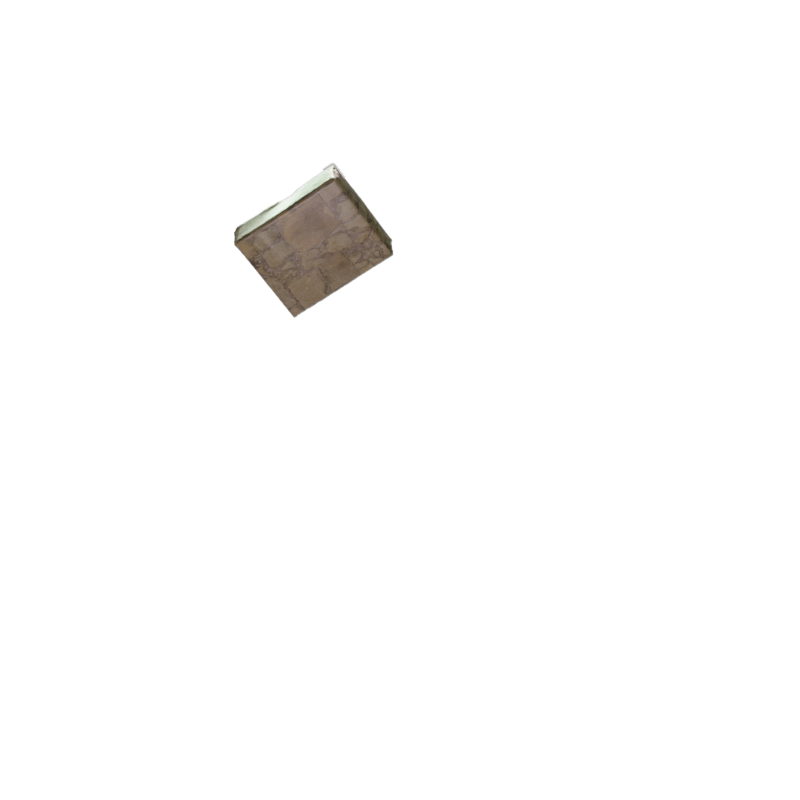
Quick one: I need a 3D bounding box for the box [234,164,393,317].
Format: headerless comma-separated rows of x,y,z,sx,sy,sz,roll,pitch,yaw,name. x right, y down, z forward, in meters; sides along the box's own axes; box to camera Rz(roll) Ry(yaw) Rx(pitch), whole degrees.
-0.061,-0.112,0.783,0.089,0.069,0.032,-31,25,15,box
